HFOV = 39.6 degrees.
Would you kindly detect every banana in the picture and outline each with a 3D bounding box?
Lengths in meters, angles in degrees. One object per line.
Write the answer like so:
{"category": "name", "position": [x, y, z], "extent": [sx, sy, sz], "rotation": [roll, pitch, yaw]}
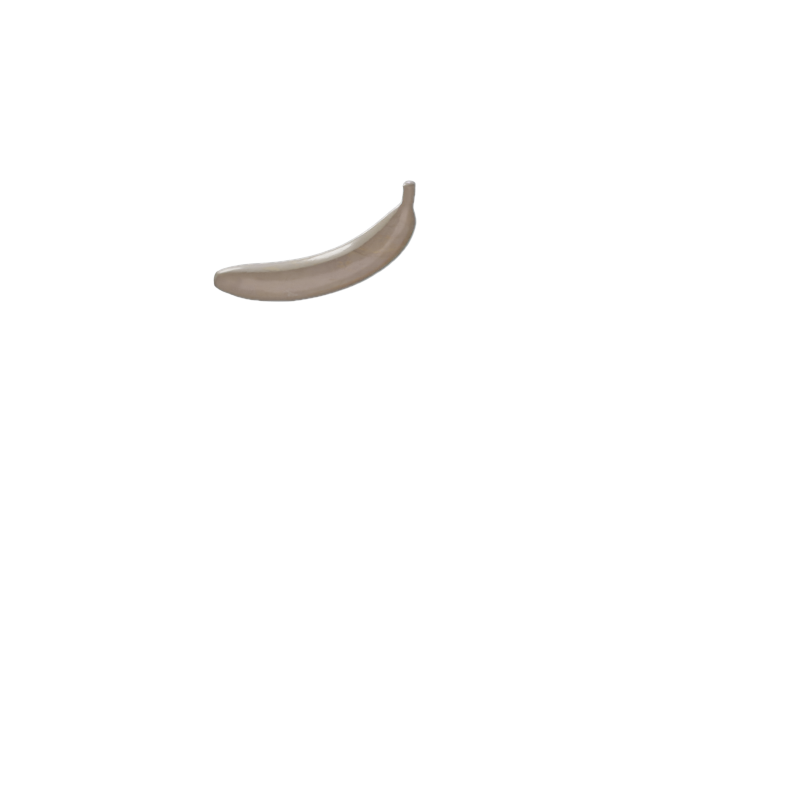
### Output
{"category": "banana", "position": [-0.064, -0.125, 0.970], "extent": [0.198, 0.066, 0.039], "rotation": [-25, 22, 10]}
